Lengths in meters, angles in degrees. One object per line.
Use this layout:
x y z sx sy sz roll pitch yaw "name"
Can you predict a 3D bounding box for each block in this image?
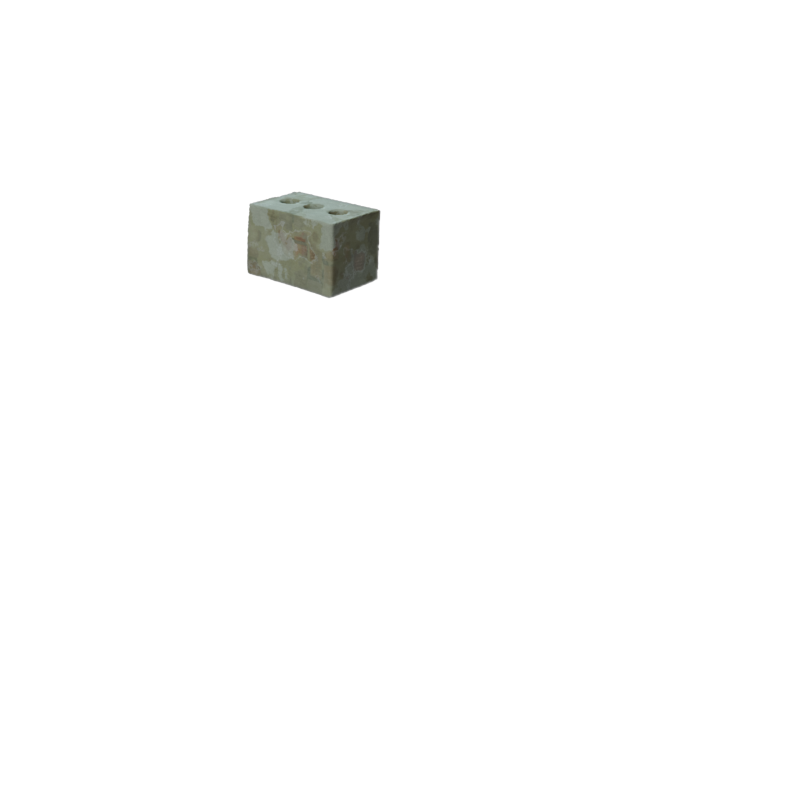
-0.059 -0.108 0.755 0.082 0.049 0.052 18 27 36 "block"
